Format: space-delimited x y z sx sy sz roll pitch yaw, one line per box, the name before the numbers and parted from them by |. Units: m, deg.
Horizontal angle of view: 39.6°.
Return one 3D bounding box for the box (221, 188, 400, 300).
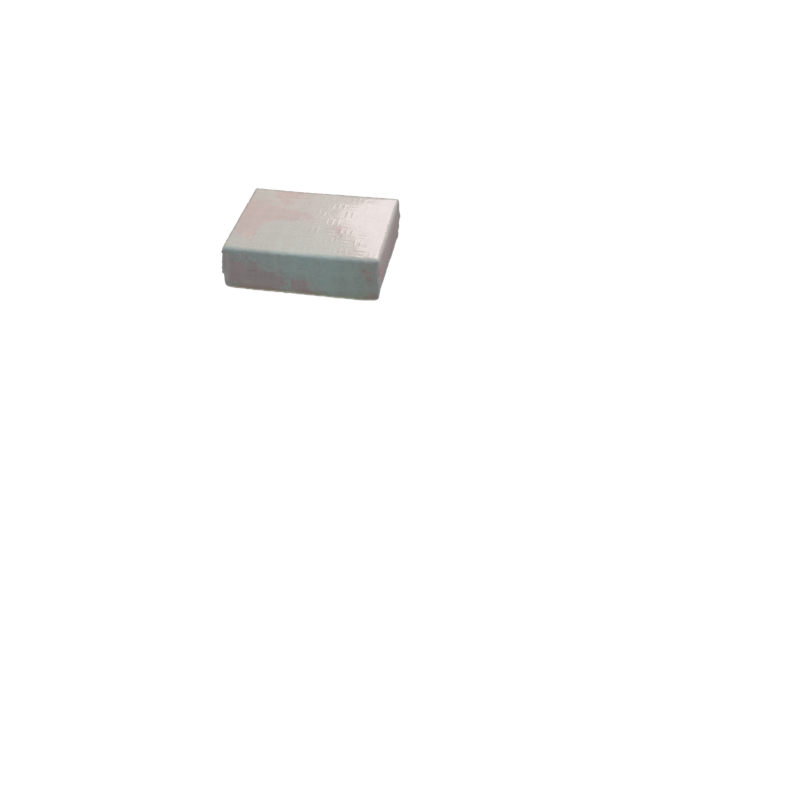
box | -0.062 -0.114 0.797 0.115 0.036 0.094 7 37 9
